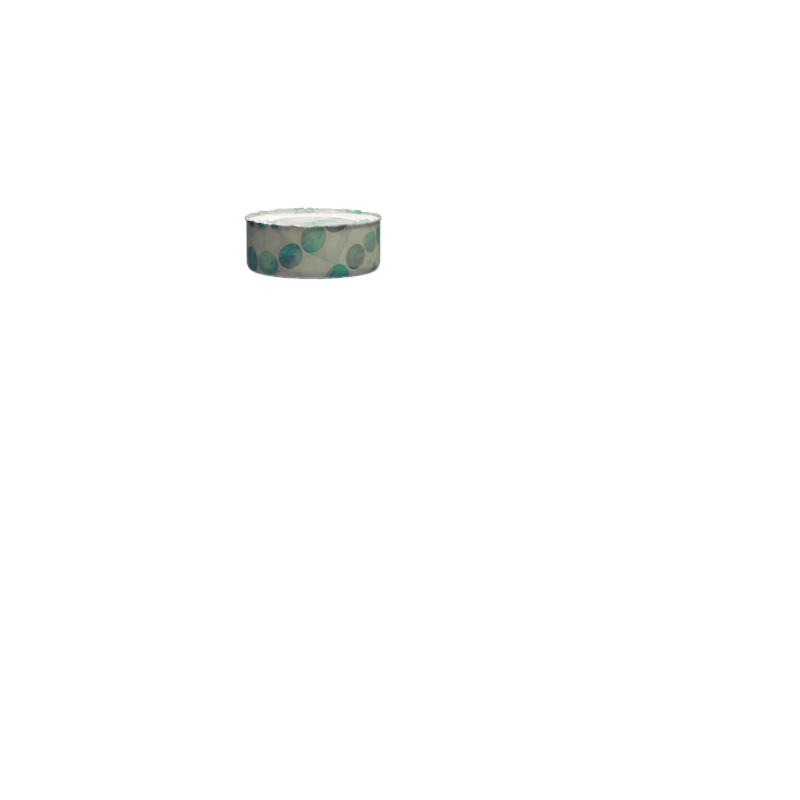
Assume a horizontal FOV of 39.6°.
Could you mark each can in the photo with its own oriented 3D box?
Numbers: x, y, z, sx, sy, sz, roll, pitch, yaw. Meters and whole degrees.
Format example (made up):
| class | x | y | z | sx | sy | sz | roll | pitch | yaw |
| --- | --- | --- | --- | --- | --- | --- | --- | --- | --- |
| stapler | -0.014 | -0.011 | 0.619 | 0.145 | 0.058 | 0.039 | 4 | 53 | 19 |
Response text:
| class | x | y | z | sx | sy | sz | roll | pitch | yaw |
| --- | --- | --- | --- | --- | --- | --- | --- | --- | --- |
| can | -0.055 | -0.100 | 0.697 | 0.086 | 0.033 | 0.089 | 0 | 15 | -2 |
